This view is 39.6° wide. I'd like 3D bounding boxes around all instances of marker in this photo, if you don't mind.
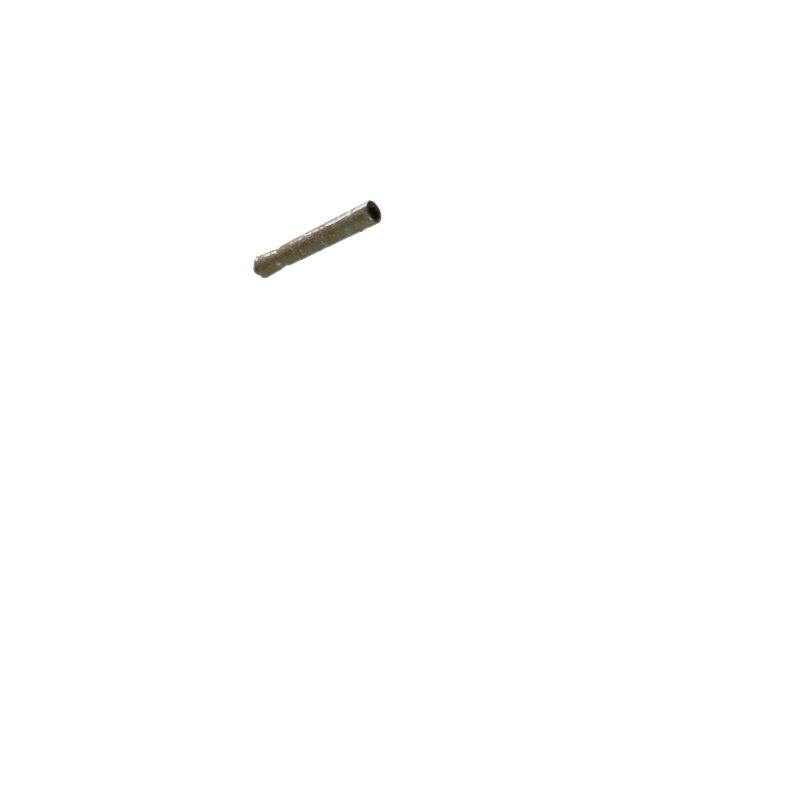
[{"bbox_3d":[-0.067,-0.122,0.857,0.122,0.020,0.019,-21,-8,33],"label":"marker"}]
